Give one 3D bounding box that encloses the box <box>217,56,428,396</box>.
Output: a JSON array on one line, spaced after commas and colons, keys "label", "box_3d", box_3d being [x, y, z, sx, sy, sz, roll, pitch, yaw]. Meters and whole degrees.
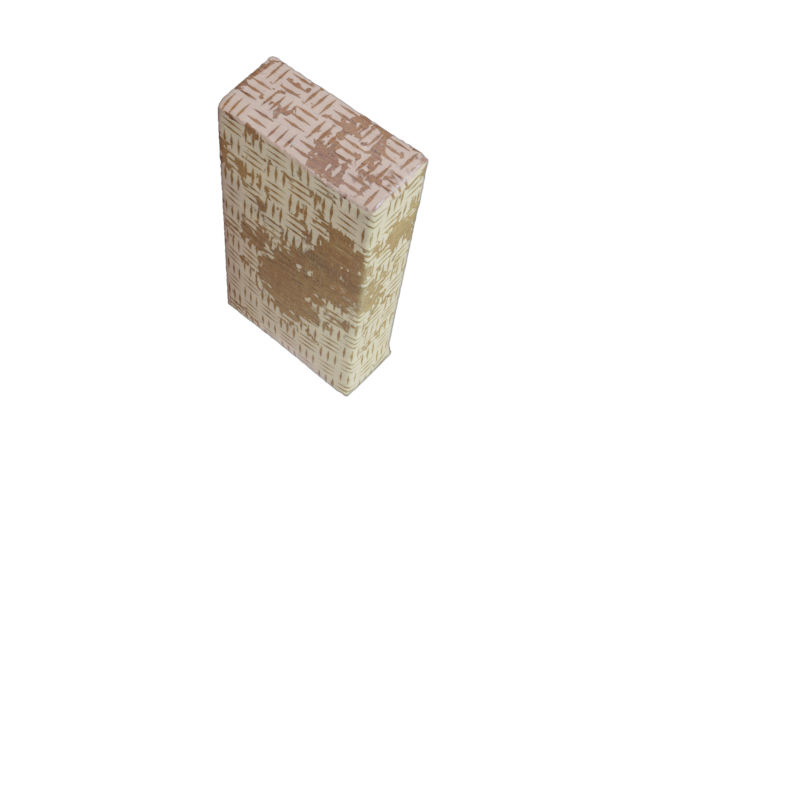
[{"label": "box", "box_3d": [-0.043, -0.078, 0.550, 0.097, 0.049, 0.166, 38, -23, 15]}]
